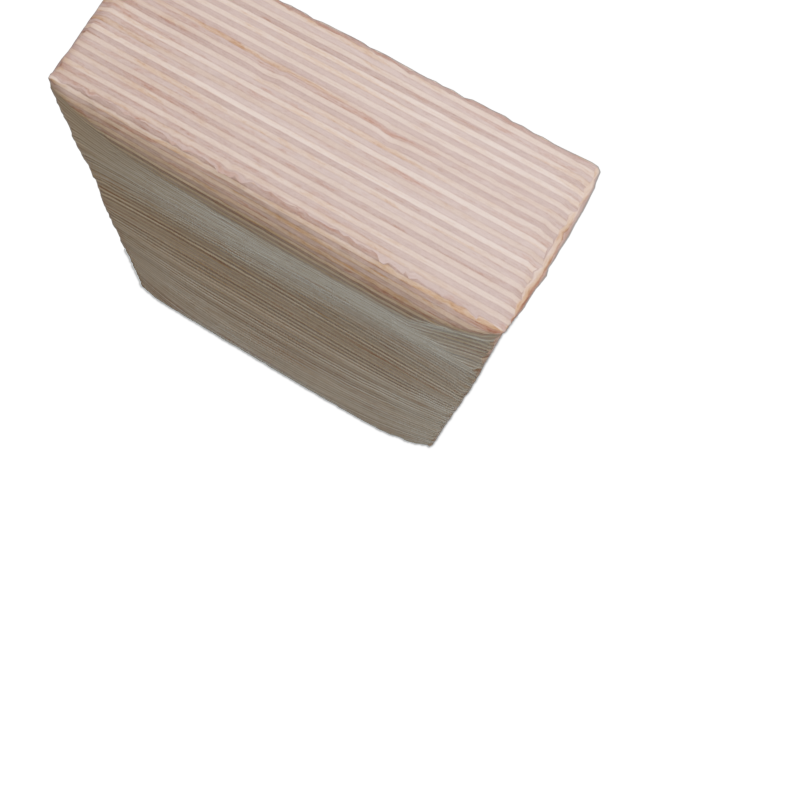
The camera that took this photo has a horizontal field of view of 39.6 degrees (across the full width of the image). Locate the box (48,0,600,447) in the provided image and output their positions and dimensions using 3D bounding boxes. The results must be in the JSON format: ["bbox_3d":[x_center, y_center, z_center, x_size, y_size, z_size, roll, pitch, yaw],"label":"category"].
[{"bbox_3d":[-0.034,-0.062,0.433,0.167,0.073,0.206,30,-13,5],"label":"box"}]
